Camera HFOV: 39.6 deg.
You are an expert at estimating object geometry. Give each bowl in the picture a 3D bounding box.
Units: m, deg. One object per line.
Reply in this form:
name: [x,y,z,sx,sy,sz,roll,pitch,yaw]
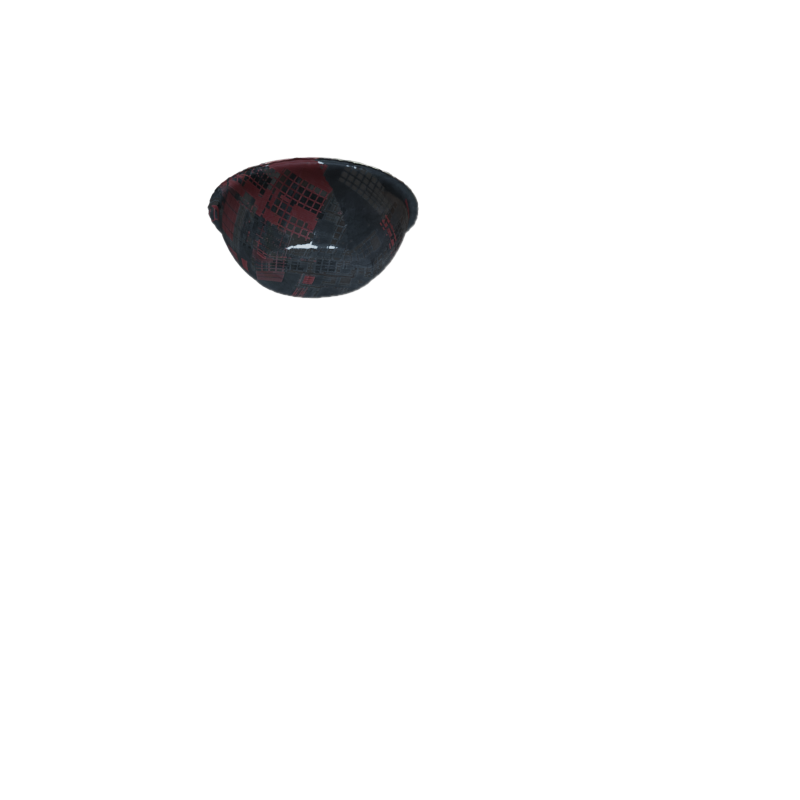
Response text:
bowl: [-0.066,-0.120,0.841,0.162,0.058,0.154,1,-21,-2]
